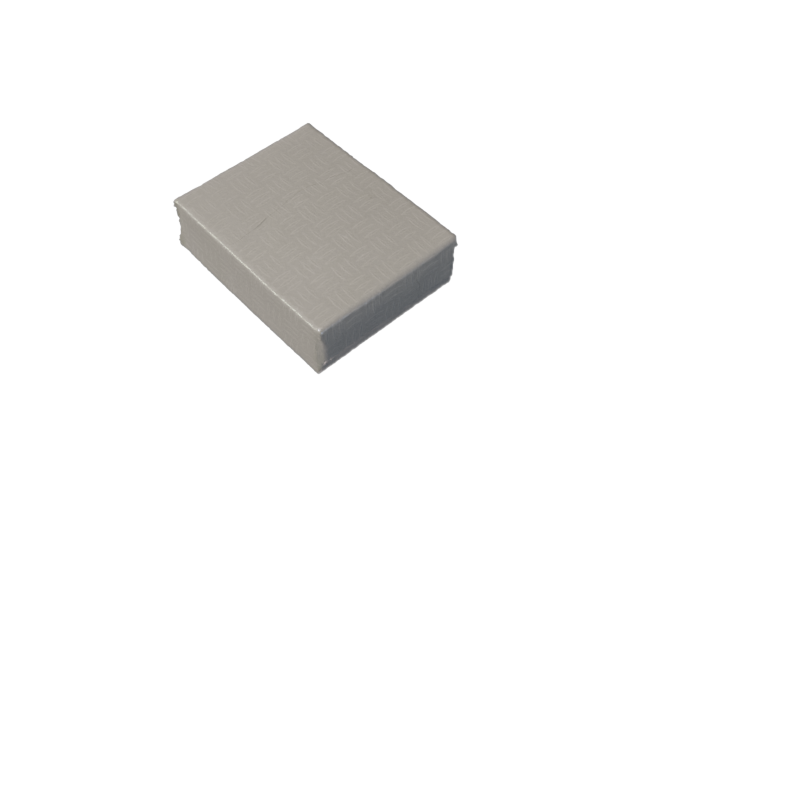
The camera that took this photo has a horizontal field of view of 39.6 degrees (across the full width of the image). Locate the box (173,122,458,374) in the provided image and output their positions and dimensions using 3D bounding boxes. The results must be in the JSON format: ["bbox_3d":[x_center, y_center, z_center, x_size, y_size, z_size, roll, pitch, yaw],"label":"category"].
[{"bbox_3d":[-0.043,-0.078,0.549,0.090,0.036,0.121,-35,58,-27],"label":"box"}]
